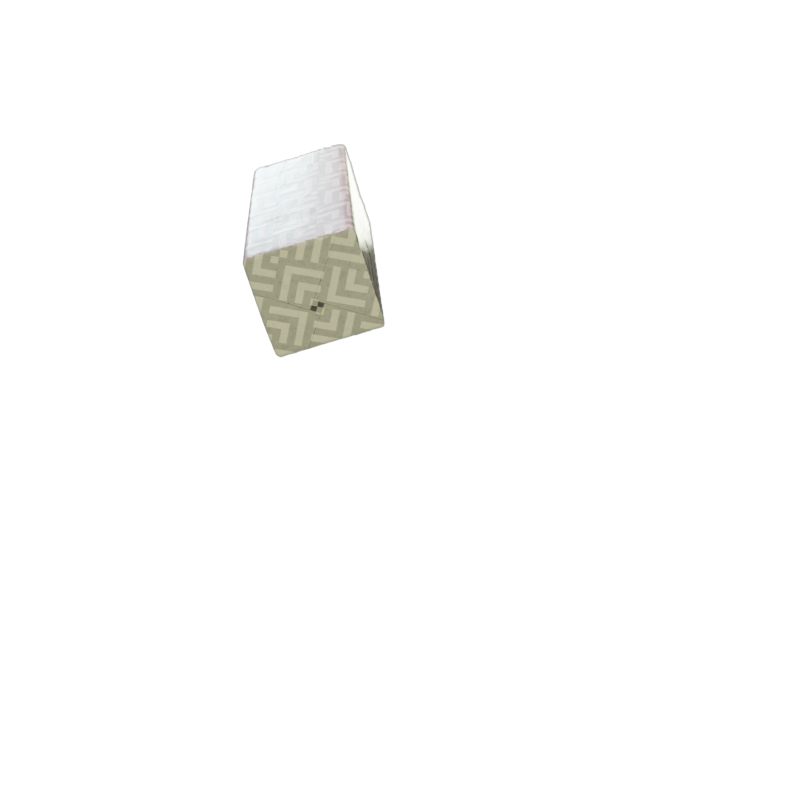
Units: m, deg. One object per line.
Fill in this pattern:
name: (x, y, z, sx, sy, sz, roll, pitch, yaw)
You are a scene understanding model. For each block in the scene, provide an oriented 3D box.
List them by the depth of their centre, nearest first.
block: (-0.074, -0.134, 0.935, 0.091, 0.085, 0.218, -16, 28, 5)
